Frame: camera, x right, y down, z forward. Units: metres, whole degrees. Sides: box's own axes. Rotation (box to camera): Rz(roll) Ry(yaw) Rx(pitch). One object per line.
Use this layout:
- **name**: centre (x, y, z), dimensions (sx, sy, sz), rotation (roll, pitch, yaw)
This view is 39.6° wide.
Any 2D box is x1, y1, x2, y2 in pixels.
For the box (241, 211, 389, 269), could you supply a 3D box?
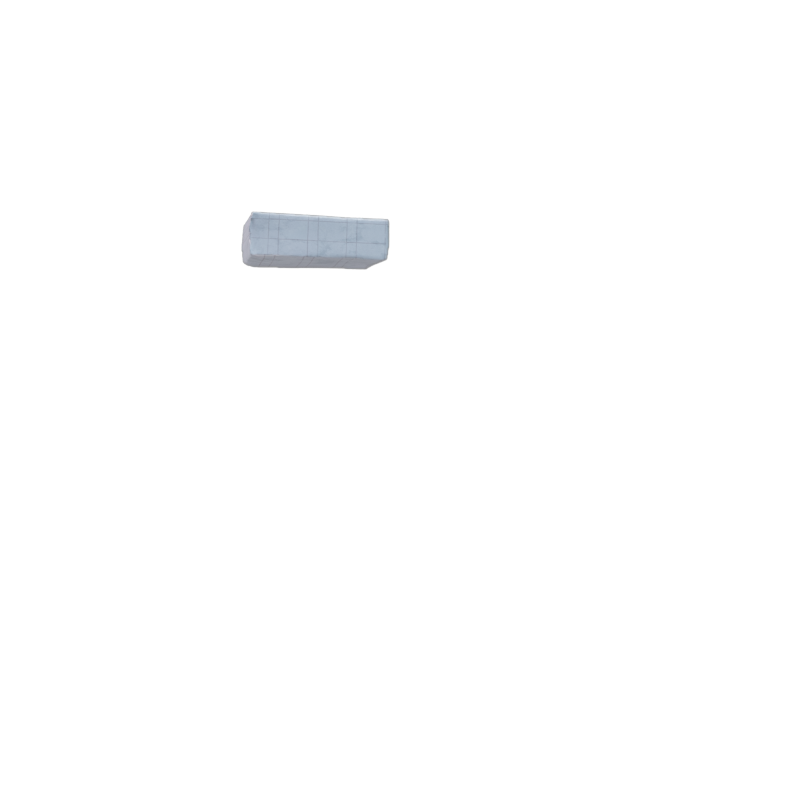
- **box**: centre (-0.071, -0.130, 0.913), dimensions (0.112, 0.039, 0.090), rotation (0, 0, -9)
